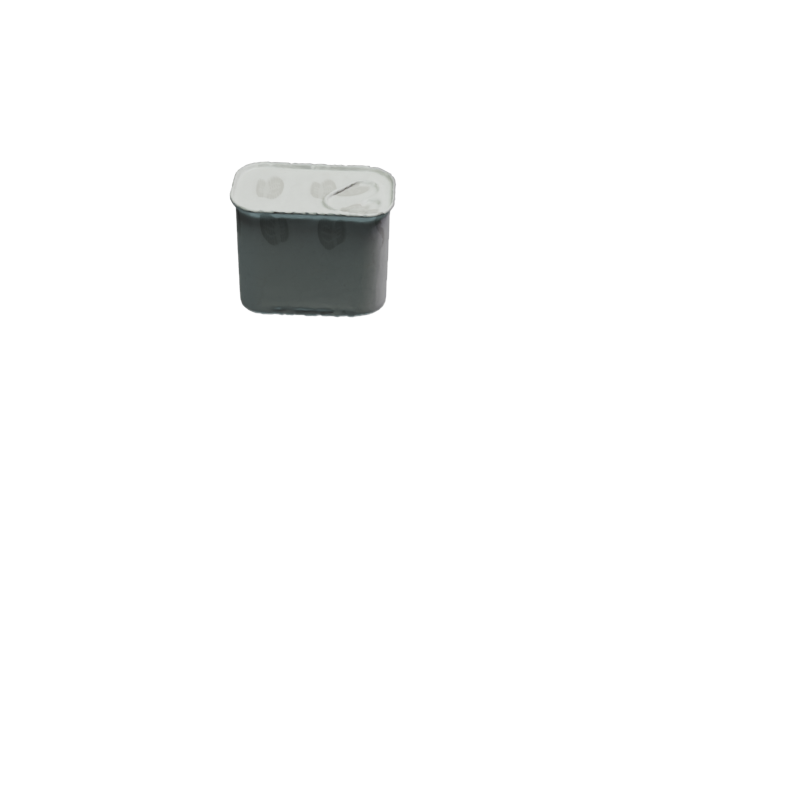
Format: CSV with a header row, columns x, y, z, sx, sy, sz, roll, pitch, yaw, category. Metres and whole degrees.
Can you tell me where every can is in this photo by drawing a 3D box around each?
x,y,z,sx,sy,sz,roll,pitch,yaw,category
-0.056,-0.102,0.711,0.102,0.078,0.061,3,39,2,can
